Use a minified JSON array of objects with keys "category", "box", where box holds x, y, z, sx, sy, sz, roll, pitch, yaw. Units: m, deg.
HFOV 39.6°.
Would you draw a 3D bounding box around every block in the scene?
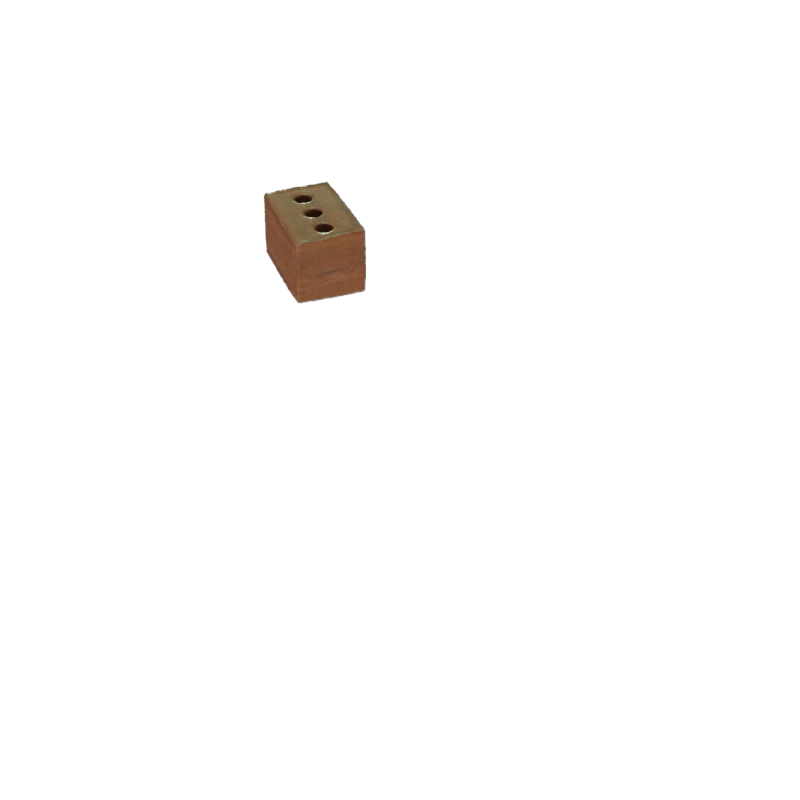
[{"category":"block","box":[-0.063,-0.115,0.803,0.052,0.048,0.084,-13,39,-19]}]
